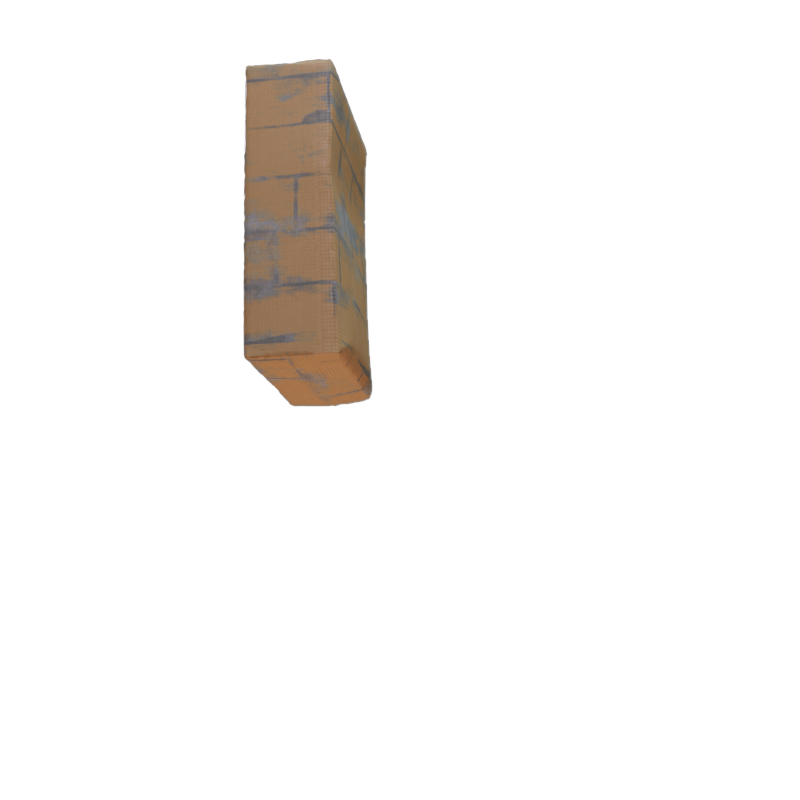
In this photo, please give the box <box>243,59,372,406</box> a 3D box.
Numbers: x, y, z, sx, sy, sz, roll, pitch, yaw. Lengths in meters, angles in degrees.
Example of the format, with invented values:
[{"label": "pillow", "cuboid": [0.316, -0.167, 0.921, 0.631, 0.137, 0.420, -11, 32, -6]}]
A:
[{"label": "box", "cuboid": [-0.063, -0.116, 0.811, 0.072, 0.223, 0.156, -4, -17, 6]}]
